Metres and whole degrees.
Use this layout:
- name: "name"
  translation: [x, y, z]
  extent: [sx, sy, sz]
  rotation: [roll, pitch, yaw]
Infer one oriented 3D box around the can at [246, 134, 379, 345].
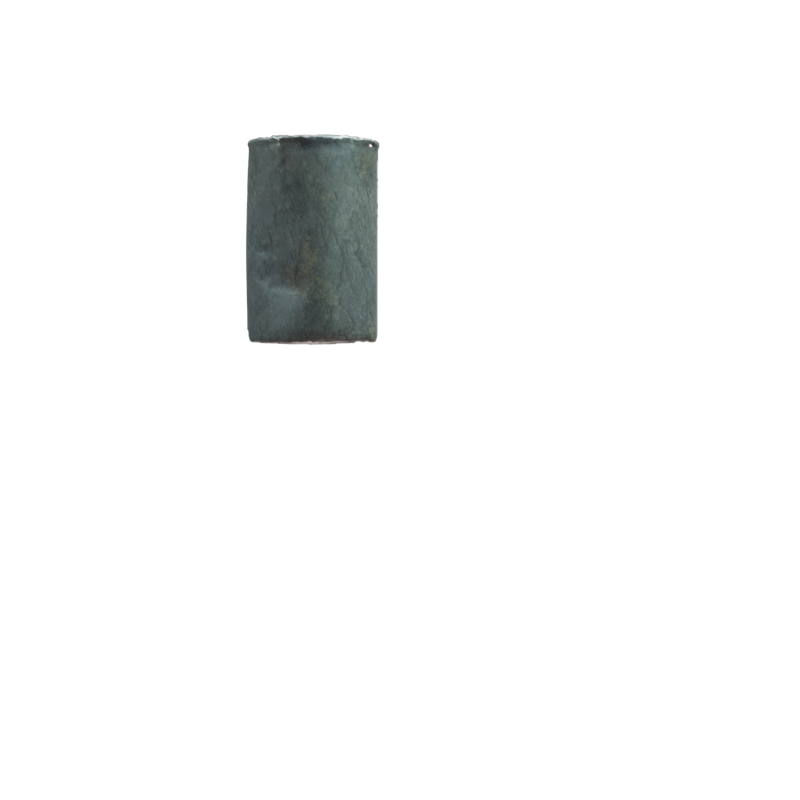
- name: "can"
  translation: [-0.044, -0.081, 0.566]
  extent: [0.068, 0.103, 0.068]
  rotation: [0, 0, -2]
